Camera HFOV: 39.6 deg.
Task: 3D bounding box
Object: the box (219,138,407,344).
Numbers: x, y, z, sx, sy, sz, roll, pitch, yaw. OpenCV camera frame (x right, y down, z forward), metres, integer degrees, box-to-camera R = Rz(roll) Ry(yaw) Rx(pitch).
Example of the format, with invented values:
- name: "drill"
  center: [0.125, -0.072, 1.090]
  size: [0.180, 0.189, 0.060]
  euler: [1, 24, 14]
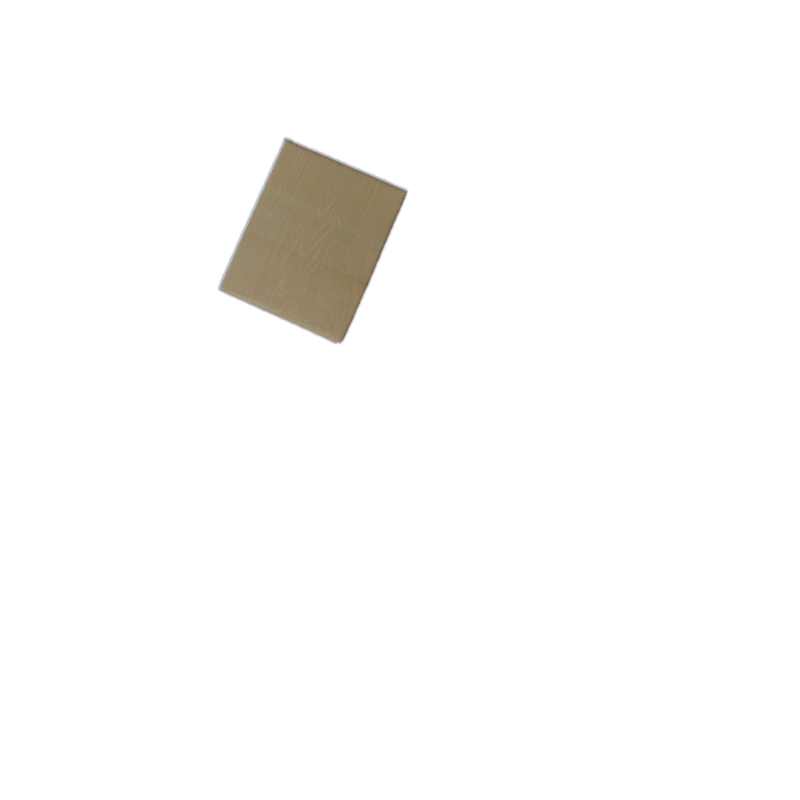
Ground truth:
- name: "box"
  center: [-0.058, -0.107, 0.747]
  size: [0.090, 0.114, 0.039]
  euler: [23, -3, 0]
